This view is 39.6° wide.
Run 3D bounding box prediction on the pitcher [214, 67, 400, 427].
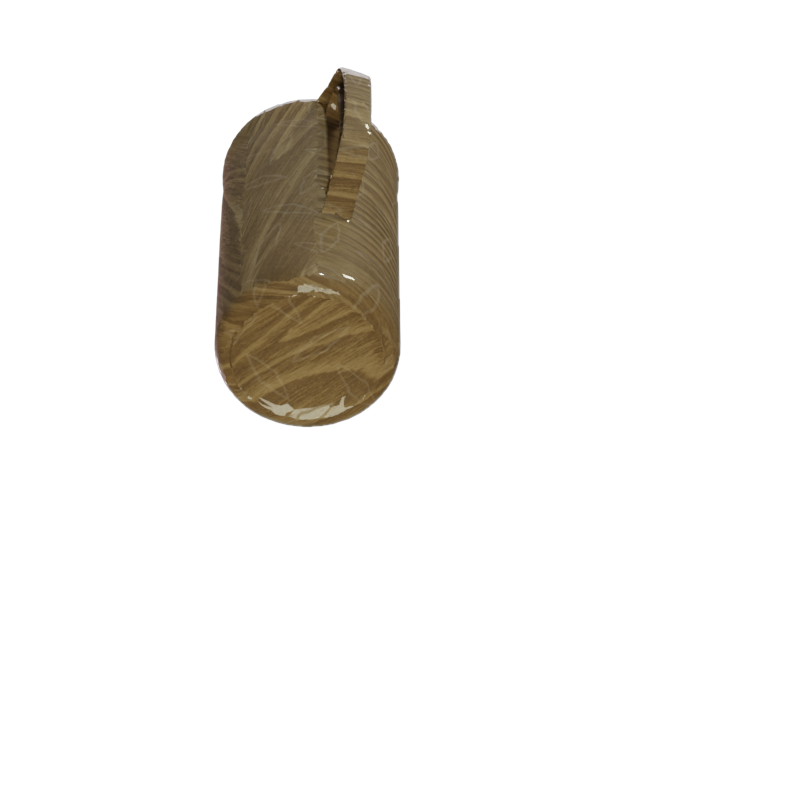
[{"bbox_3d":[-0.057,-0.104,0.731,0.145,0.139,0.259,-22,32,11],"label":"pitcher"}]
